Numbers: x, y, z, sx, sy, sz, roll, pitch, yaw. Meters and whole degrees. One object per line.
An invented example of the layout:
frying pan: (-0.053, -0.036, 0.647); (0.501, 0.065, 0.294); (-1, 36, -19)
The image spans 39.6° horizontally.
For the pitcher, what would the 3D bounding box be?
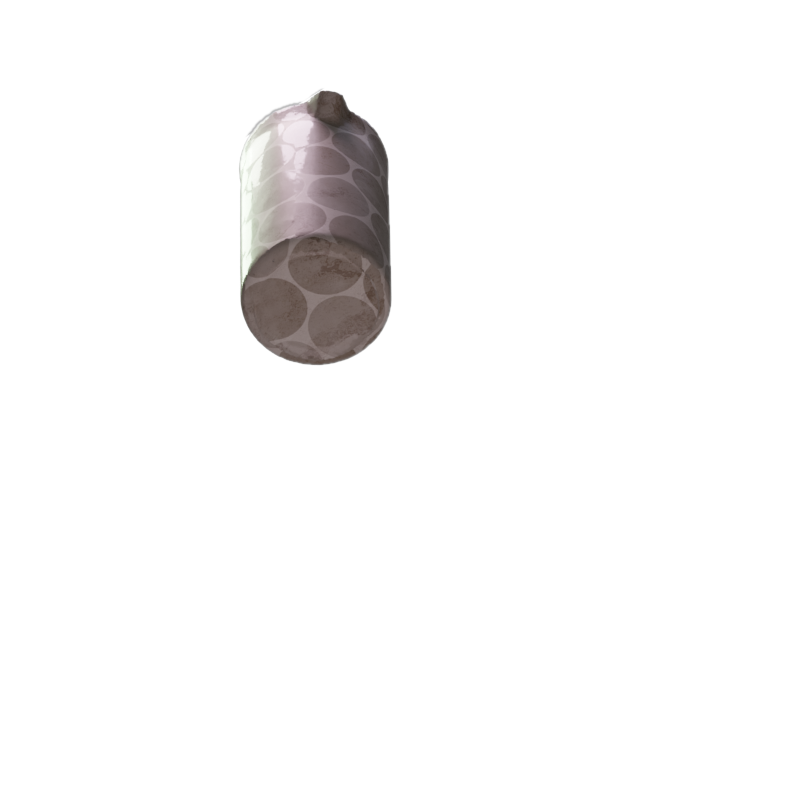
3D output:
pitcher: (-0.070, -0.127, 0.891); (0.145, 0.140, 0.259); (-29, 30, 15)
